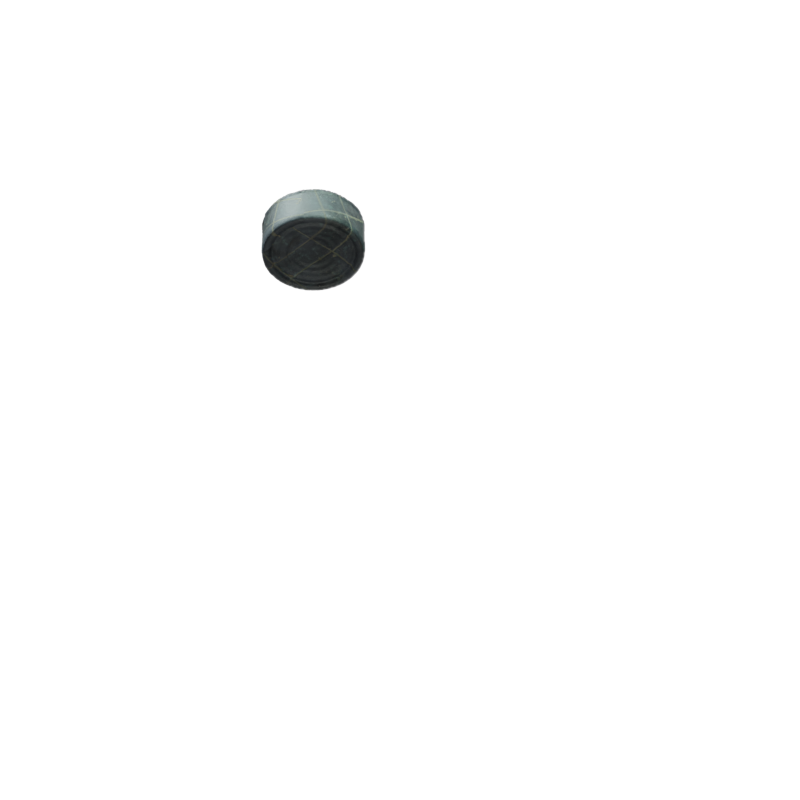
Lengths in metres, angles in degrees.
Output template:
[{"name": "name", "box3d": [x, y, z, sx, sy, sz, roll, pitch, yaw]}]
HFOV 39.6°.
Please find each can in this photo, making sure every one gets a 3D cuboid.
[{"name": "can", "box3d": [-0.071, -0.130, 0.912, 0.086, 0.036, 0.080, 1, -43, -1]}]
